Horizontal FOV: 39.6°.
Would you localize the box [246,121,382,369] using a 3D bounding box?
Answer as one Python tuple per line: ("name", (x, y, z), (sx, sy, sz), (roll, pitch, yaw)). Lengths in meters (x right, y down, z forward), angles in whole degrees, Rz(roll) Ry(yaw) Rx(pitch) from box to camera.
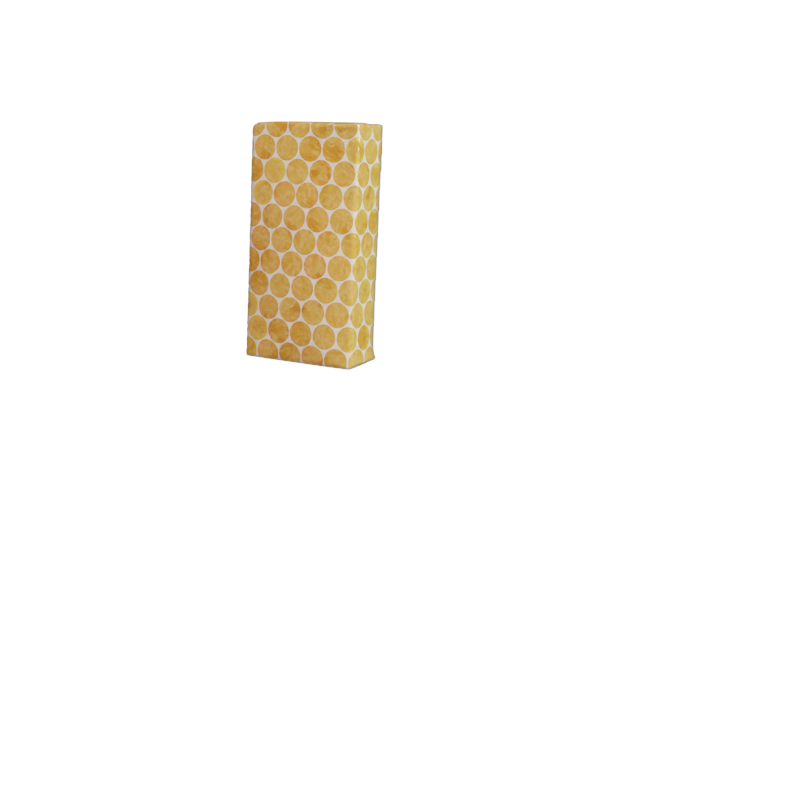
("box", (-0.064, -0.117, 0.819), (0.097, 0.173, 0.047), (5, 8, 28))
